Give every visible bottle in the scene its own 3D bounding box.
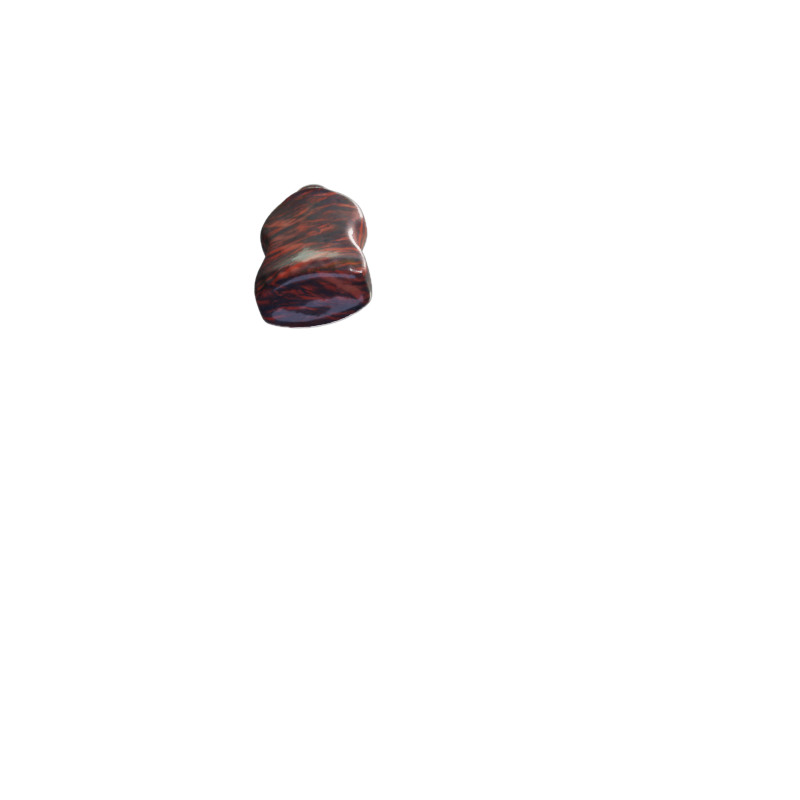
[{"bbox_3d":[-0.077,-0.141,0.987,0.096,0.054,0.205,-13,36,6],"label":"bottle"}]
